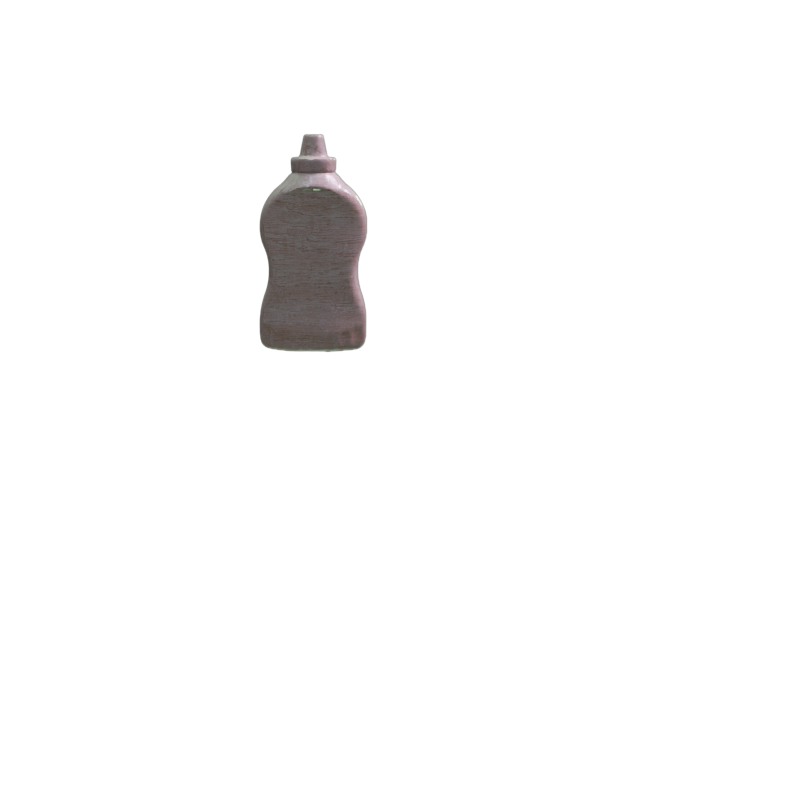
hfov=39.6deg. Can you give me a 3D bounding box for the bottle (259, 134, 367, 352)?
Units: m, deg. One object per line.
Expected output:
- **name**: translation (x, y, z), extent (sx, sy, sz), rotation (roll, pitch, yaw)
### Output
- **bottle**: translation (-0.078, -0.142, 0.994), extent (0.096, 0.188, 0.059), rotation (1, 8, 3)
